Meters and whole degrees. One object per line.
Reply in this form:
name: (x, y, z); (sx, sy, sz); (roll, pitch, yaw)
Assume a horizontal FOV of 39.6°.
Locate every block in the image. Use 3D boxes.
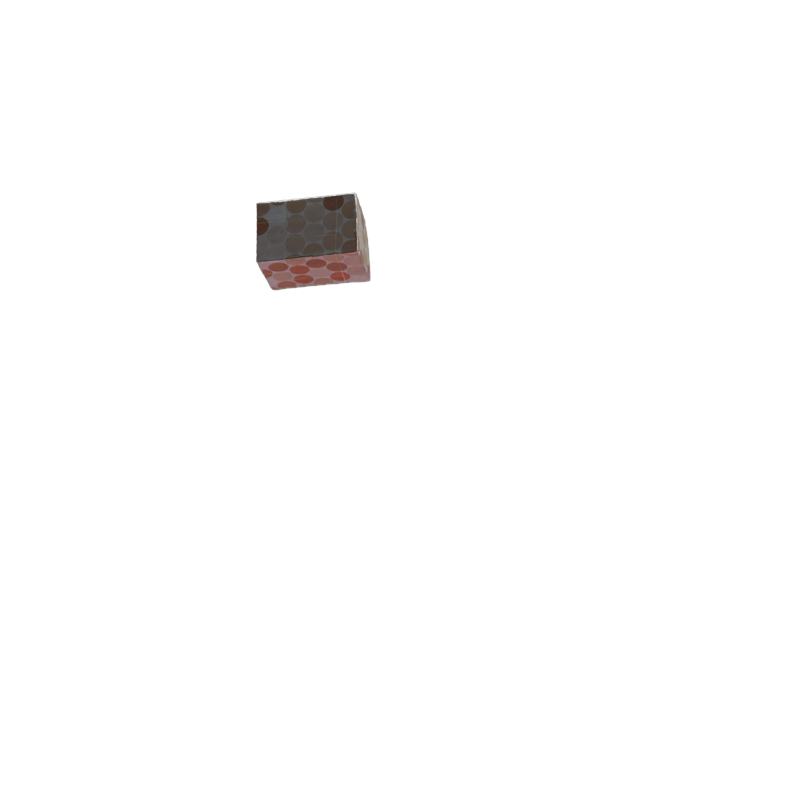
block: (-0.065, -0.118, 0.828); (0.079, 0.054, 0.049); (-4, -23, 9)
